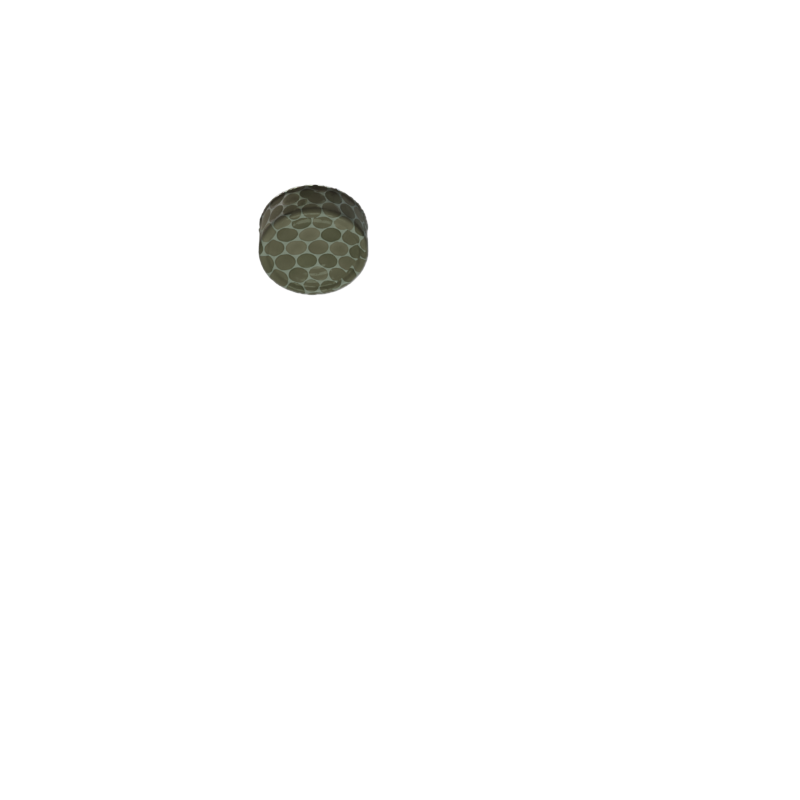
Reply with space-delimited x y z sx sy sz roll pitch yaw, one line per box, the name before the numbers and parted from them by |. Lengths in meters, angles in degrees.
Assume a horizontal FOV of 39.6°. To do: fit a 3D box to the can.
can | -0.067 -0.122 0.857 0.086 0.080 0.036 1 42 -1
